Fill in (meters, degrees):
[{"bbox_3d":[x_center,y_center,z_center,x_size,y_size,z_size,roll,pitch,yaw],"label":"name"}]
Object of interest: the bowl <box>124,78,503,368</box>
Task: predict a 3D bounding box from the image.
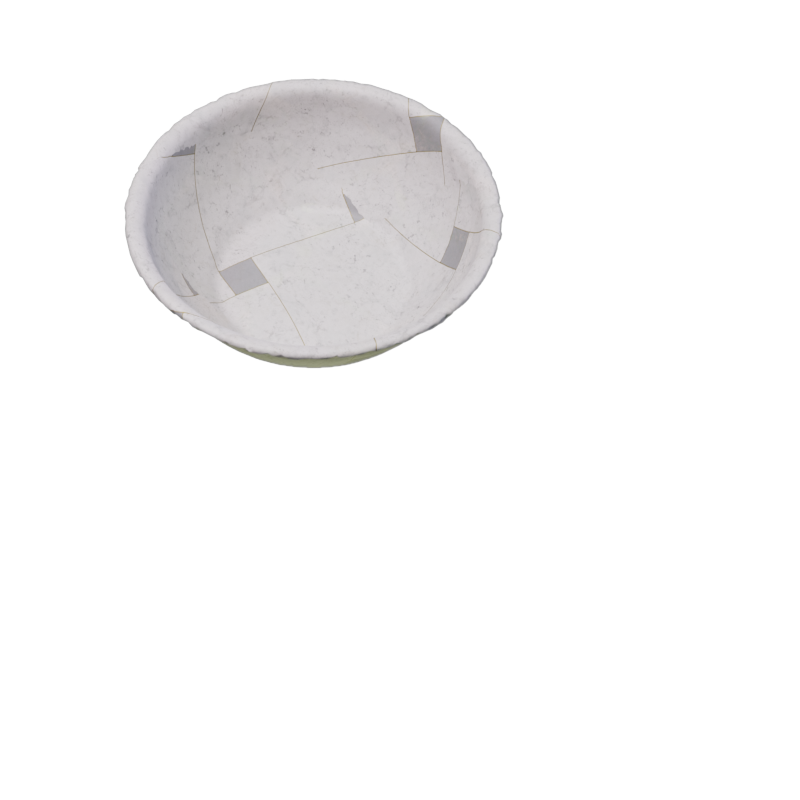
[{"bbox_3d":[-0.039,-0.071,0.496,0.162,0.174,0.051,-1,-38,-1],"label":"bowl"}]
